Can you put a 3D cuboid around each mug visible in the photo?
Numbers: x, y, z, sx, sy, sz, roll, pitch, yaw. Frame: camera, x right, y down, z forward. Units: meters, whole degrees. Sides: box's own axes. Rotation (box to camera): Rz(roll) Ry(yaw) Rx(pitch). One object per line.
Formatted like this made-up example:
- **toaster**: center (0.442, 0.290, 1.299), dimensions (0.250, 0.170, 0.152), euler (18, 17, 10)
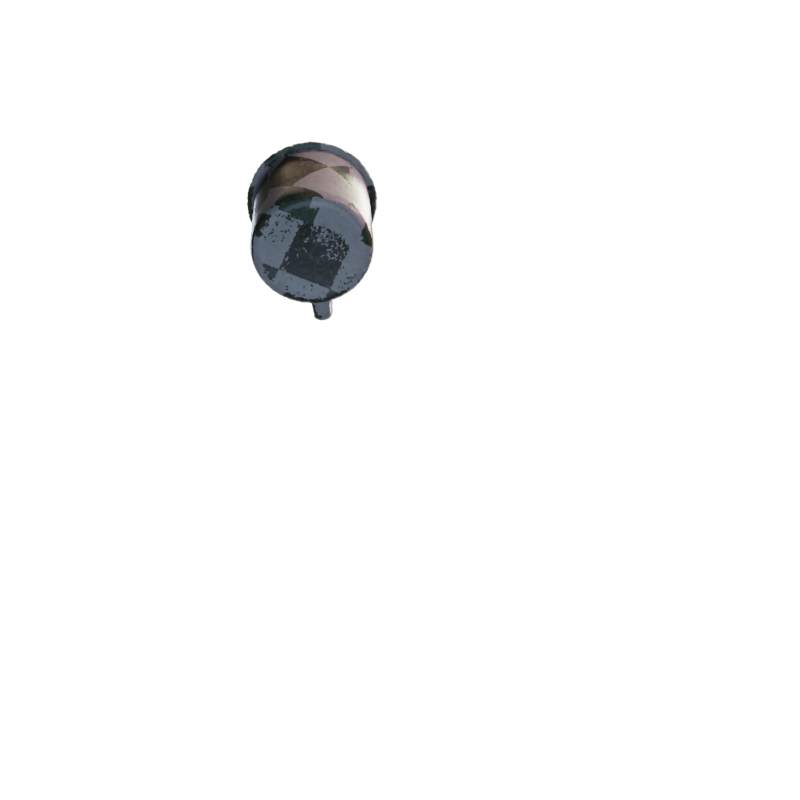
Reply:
- **mug**: center (-0.060, -0.109, 0.765), dimensions (0.093, 0.110, 0.087), euler (-3, 29, 0)
